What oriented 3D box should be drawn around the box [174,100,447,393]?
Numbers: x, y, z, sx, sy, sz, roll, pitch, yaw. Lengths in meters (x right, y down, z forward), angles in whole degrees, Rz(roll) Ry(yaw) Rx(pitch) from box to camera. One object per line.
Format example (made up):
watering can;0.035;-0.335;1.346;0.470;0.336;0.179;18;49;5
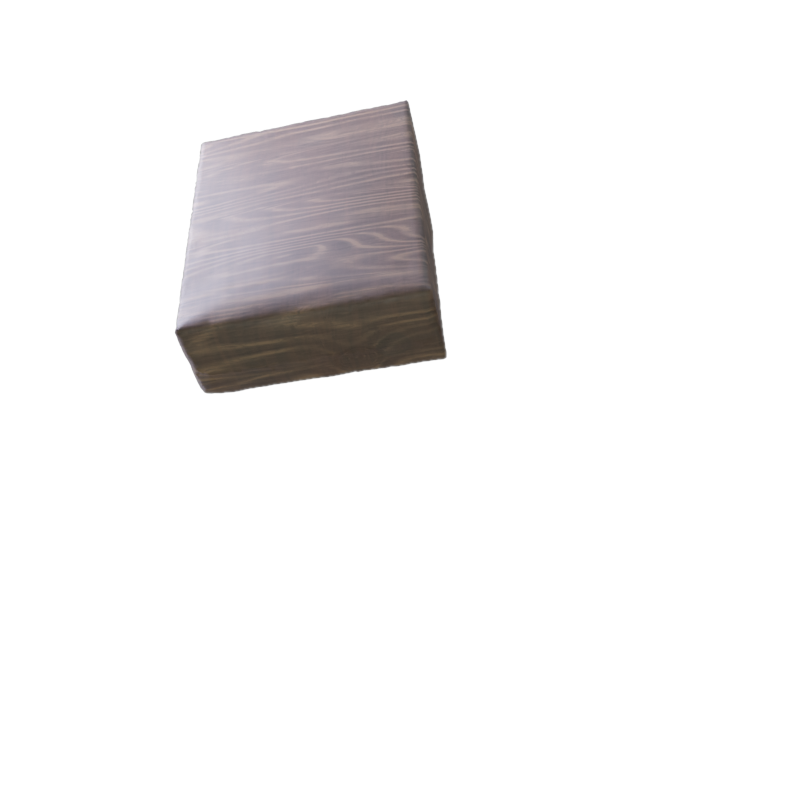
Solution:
box;-0.061;-0.111;0.774;0.165;0.066;0.229;-10;43;7
